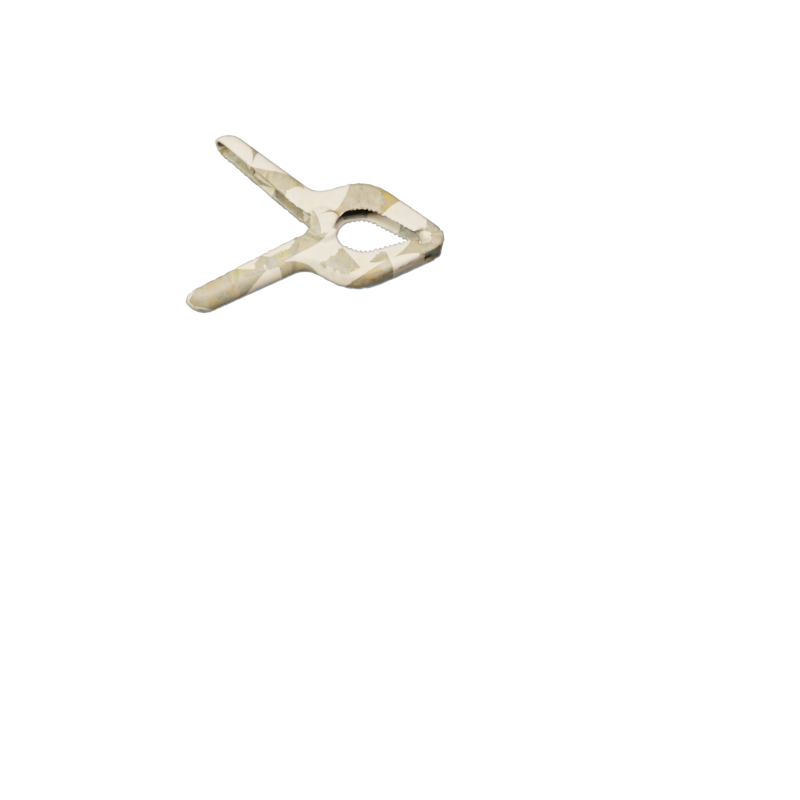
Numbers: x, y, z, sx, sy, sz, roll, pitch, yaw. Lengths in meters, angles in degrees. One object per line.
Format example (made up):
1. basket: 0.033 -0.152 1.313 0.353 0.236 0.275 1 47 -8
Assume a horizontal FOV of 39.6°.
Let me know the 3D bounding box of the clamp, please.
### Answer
1. clamp: -0.072 -0.131 0.918 0.212 0.172 0.034 12 -24 5
